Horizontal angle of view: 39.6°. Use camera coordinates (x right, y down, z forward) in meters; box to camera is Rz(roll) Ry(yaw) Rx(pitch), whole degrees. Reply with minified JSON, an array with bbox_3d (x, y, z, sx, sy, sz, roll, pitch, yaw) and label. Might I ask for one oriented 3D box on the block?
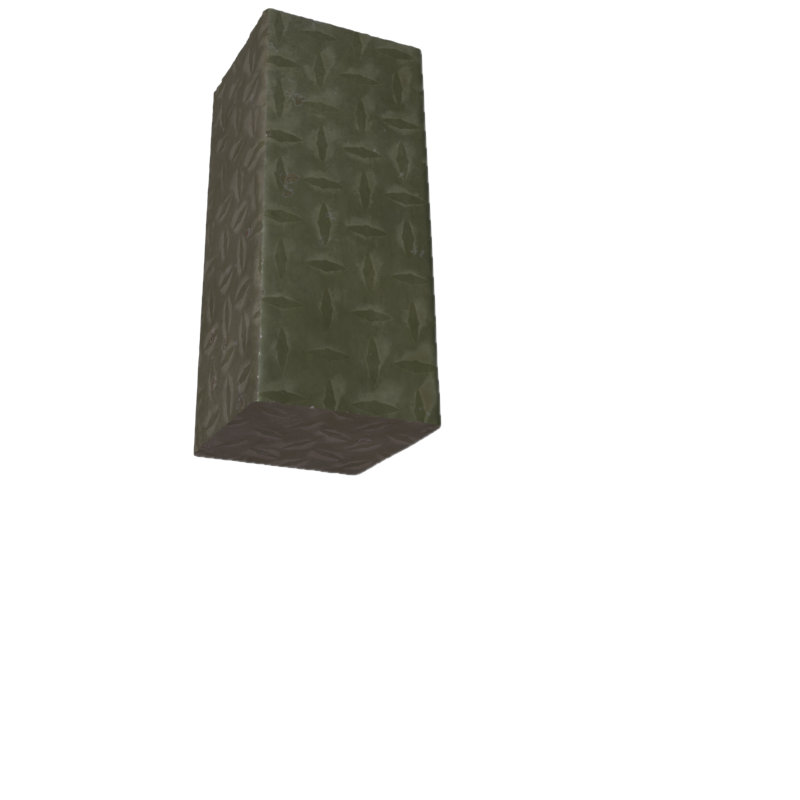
[{"bbox_3d":[-0.043,-0.079,0.554,0.087,0.218,0.088,10,-28,-24],"label":"block"}]
